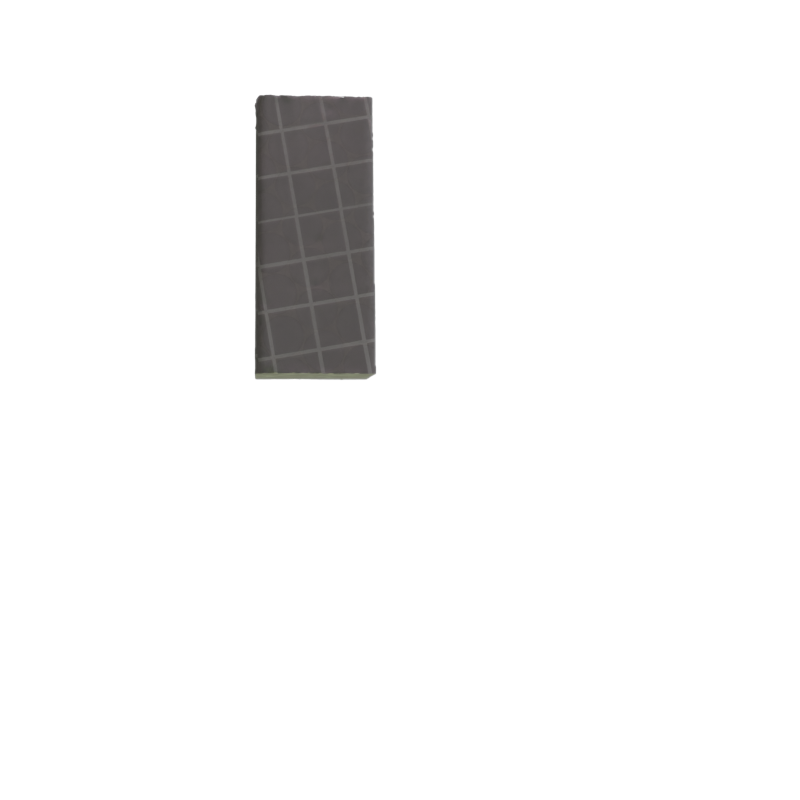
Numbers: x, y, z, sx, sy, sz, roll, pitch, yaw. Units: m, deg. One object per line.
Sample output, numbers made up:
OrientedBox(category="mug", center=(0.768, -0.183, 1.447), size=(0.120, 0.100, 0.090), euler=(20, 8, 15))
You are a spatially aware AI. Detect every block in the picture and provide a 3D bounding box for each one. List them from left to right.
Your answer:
OrientedBox(category="block", center=(-0.067, -0.121, 0.850), size=(0.090, 0.211, 0.089), euler=(0, -8, -5))
